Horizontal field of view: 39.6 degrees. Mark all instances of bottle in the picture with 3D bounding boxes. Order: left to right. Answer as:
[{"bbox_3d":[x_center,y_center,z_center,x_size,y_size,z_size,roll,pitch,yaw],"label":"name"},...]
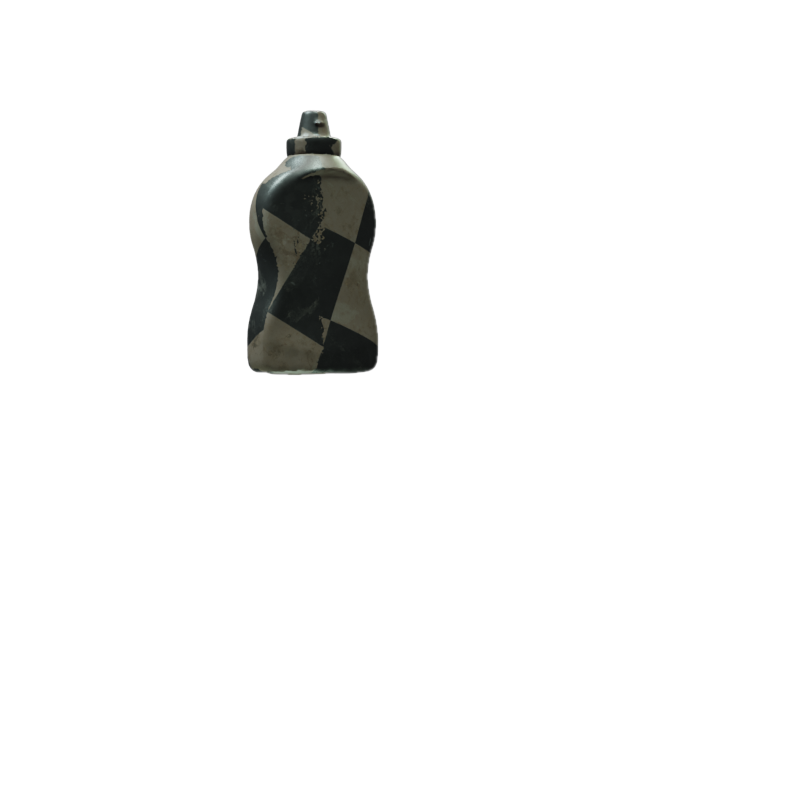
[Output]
[{"bbox_3d":[-0.063,-0.116,0.813,0.093,0.193,0.060,1,-3,-27],"label":"bottle"}]
